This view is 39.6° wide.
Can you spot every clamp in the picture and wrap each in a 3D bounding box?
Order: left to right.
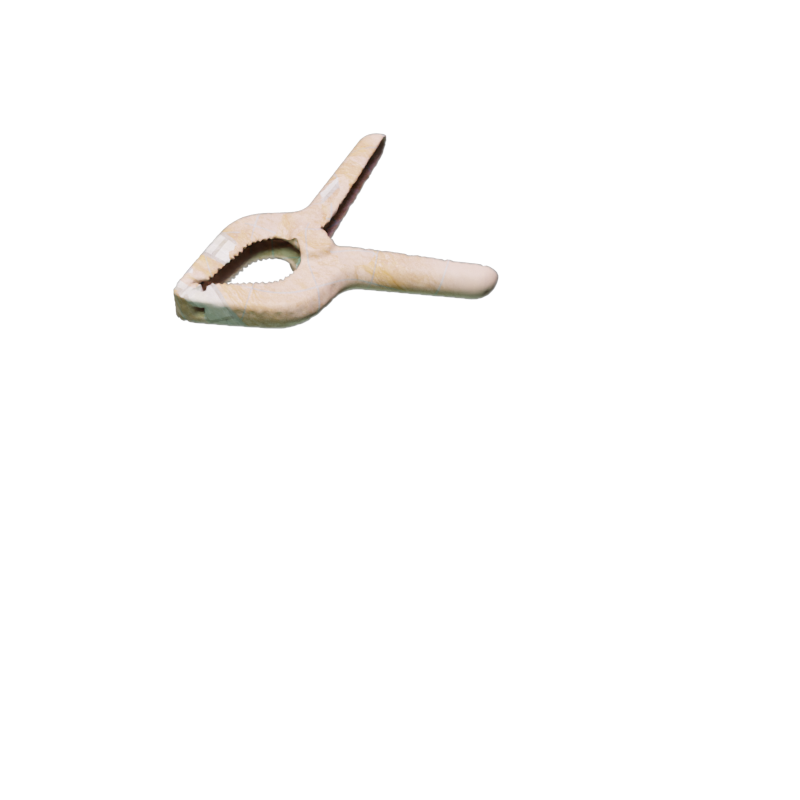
[{"bbox_3d":[-0.060,-0.110,0.769,0.208,0.178,0.034,-17,-37,-14],"label":"clamp"}]
